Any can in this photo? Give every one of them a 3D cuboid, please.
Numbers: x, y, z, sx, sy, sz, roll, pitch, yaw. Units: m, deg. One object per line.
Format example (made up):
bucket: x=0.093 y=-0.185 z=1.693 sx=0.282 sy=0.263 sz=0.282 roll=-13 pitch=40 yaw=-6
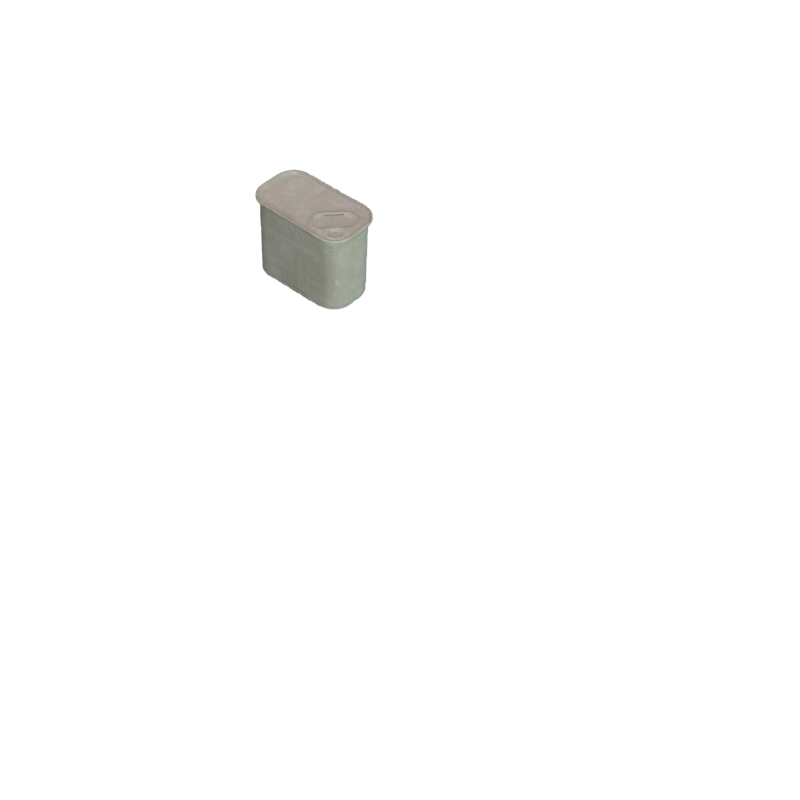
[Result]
can: x=-0.074 y=-0.136 z=0.950 sx=0.108 sy=0.078 sz=0.058 roll=33 pitch=52 yaw=27
